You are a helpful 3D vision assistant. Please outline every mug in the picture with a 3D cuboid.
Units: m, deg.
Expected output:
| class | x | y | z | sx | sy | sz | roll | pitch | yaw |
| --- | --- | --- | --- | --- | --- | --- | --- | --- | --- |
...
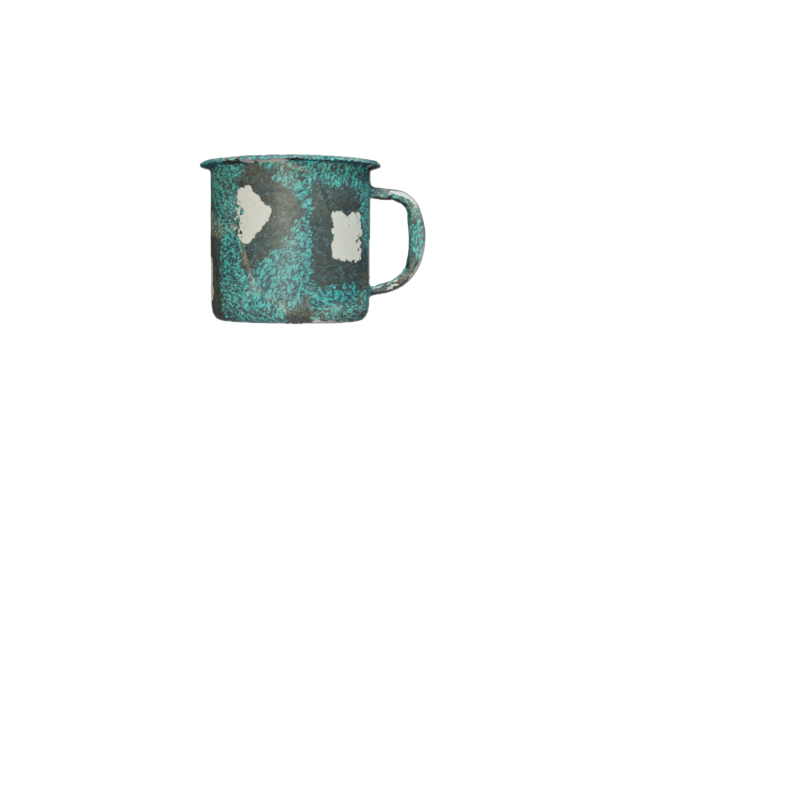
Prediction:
| class | x | y | z | sx | sy | sz | roll | pitch | yaw |
| --- | --- | --- | --- | --- | --- | --- | --- | --- | --- |
| mug | -0.045 | -0.082 | 0.573 | 0.115 | 0.081 | 0.095 | -1 | 3 | -11 |
